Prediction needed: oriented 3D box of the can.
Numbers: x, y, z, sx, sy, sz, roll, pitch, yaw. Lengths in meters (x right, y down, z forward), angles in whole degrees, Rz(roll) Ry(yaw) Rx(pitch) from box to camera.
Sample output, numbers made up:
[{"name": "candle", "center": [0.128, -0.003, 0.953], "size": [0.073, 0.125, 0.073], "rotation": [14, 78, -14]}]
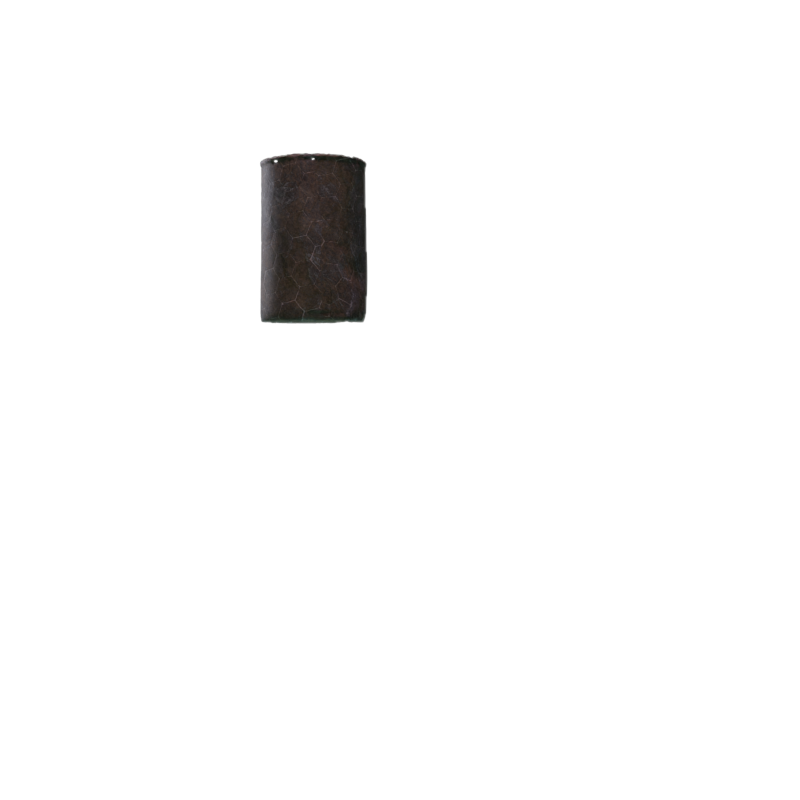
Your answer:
[{"name": "can", "center": [-0.055, -0.100, 0.702], "size": [0.068, 0.103, 0.068], "rotation": [0, -3, -2]}]
